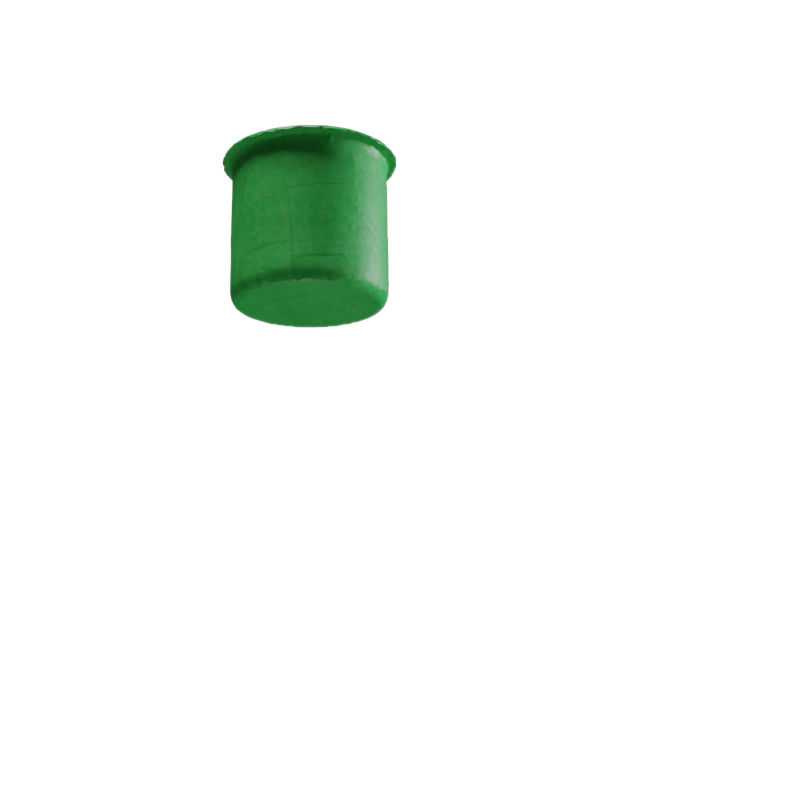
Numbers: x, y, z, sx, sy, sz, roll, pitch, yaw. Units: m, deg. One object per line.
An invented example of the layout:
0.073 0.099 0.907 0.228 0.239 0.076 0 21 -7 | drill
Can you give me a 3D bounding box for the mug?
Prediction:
-0.046 -0.084 0.591 0.094 0.085 0.111 -3 -16 6 | mug
